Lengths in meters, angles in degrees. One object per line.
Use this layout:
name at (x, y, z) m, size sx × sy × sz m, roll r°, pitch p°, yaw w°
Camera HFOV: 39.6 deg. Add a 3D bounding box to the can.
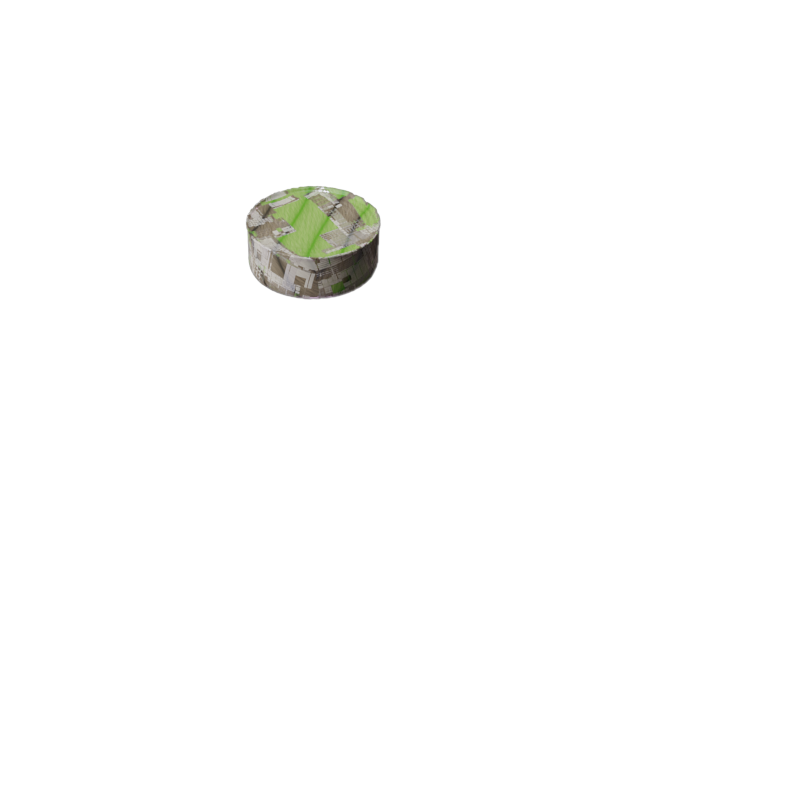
can at (-0.056, -0.102, 0.712) m, size 0.086 × 0.031 × 0.092 m, roll -1°, pitch 38°, yaw -2°
